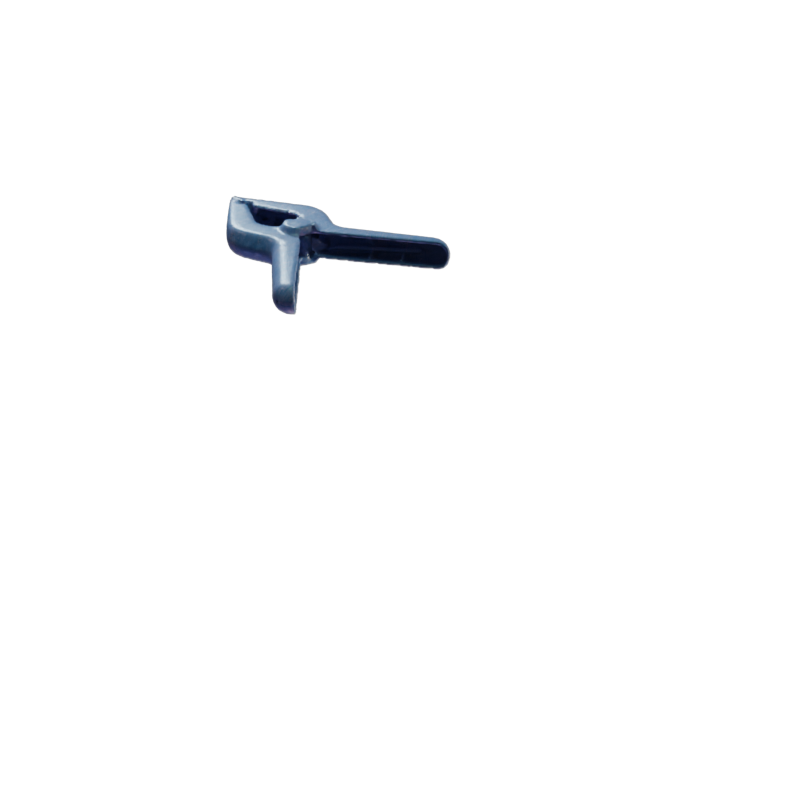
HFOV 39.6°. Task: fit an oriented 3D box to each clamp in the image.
[{"bbox_3d":[-0.073,-0.133,0.929,0.161,0.034,0.225,-15,31,-27],"label":"clamp"}]
